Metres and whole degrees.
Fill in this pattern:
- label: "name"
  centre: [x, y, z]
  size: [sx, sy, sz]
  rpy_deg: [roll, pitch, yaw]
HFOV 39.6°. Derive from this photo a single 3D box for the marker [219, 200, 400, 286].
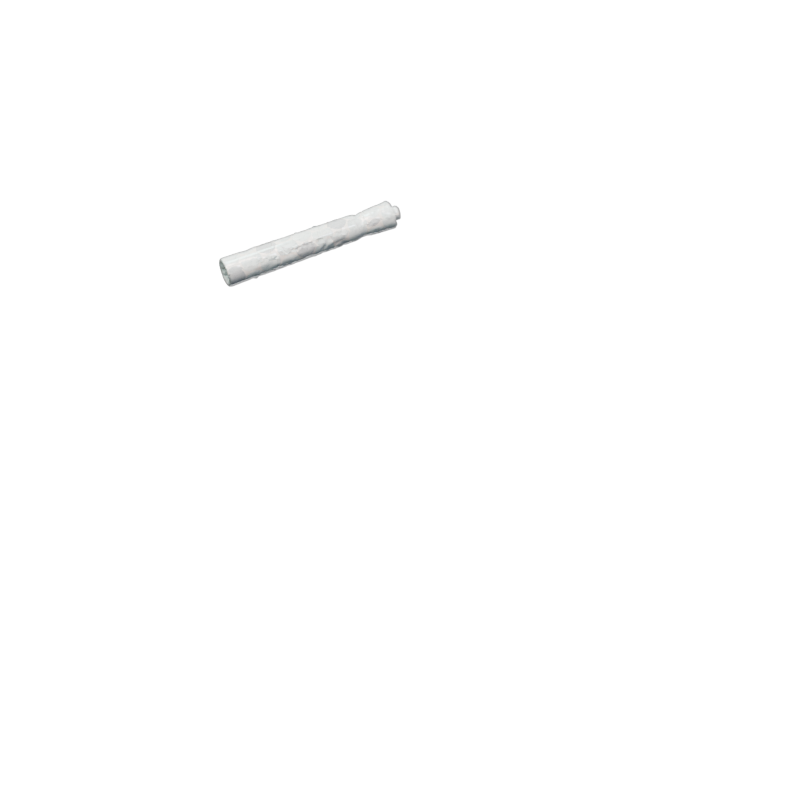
- label: "marker"
  centre: [-0.055, -0.100, 0.697]
  size: [0.120, 0.019, 0.020]
  rpy_deg: [-22, 11, -17]
